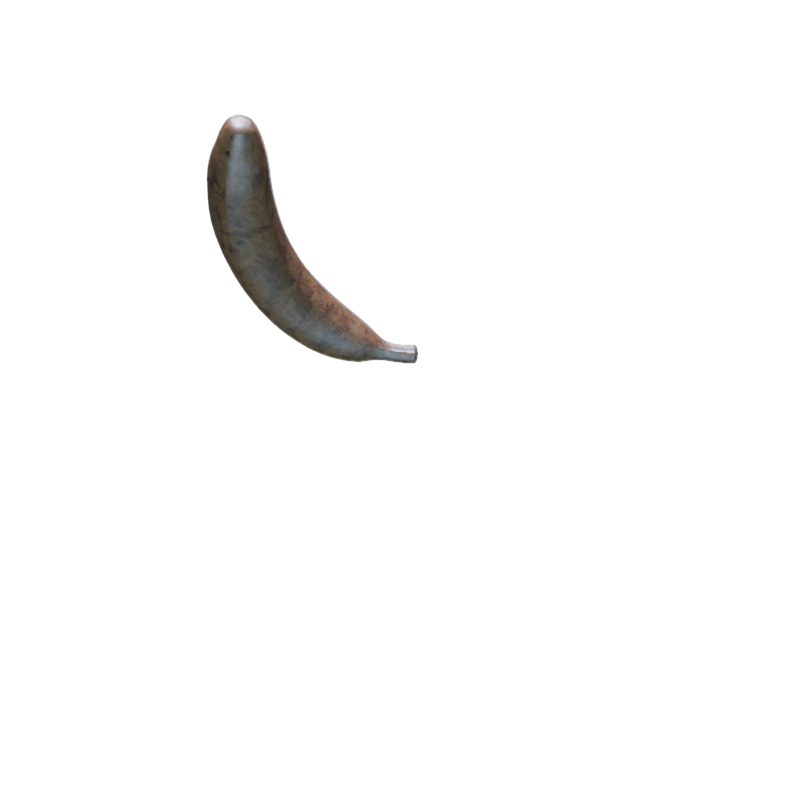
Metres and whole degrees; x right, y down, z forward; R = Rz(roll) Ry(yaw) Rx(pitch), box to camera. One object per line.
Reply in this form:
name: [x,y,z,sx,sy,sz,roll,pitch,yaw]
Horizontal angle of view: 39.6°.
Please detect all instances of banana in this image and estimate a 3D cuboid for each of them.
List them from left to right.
banana: [-0.063,-0.080,0.631,0.070,0.039,0.183,-23,-50,20]
